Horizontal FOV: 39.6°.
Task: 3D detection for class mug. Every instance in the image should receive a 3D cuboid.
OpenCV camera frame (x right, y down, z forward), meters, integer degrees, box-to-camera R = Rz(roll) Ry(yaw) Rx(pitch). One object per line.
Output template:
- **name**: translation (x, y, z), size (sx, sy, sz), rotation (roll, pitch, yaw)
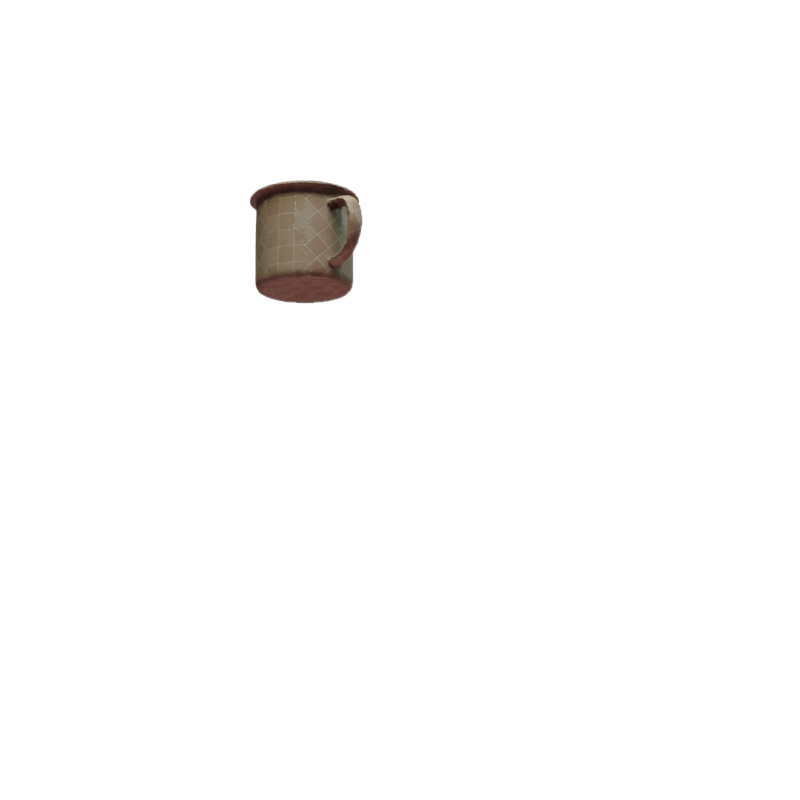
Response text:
- **mug**: translation (-0.072, -0.132, 0.922), size (0.088, 0.085, 0.119), rotation (13, -19, -41)
